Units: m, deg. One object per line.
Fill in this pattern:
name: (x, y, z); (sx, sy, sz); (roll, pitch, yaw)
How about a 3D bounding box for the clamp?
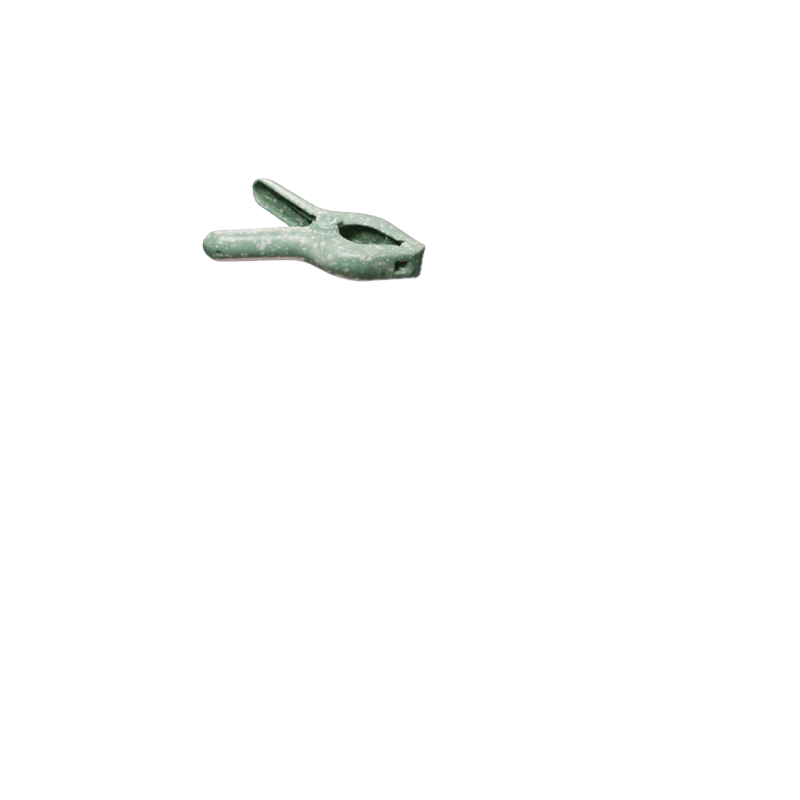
clamp: (-0.070, -0.127, 0.888); (0.178, 0.037, 0.124); (18, 43, 20)
